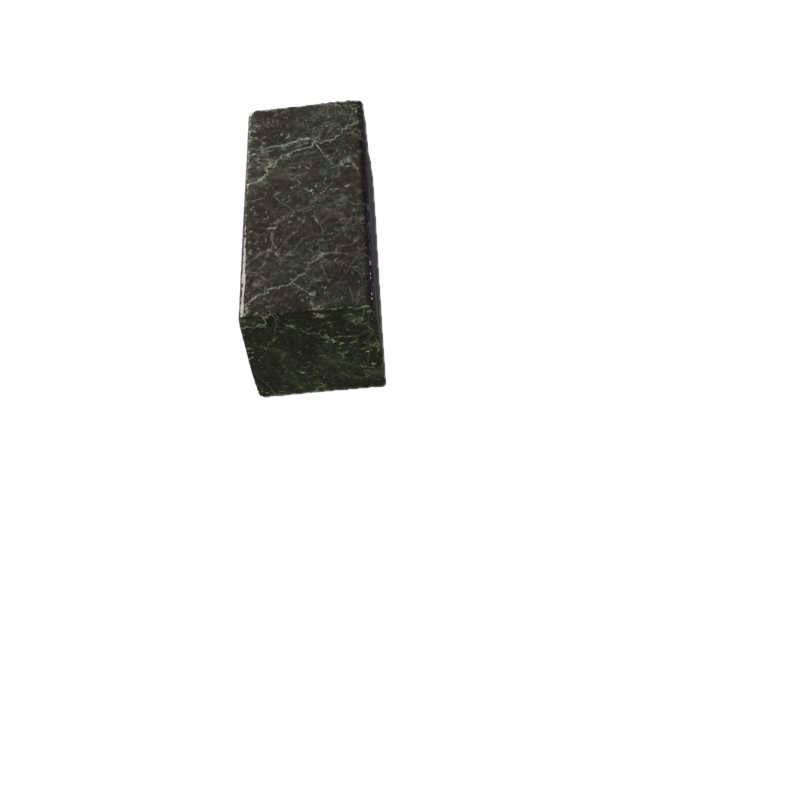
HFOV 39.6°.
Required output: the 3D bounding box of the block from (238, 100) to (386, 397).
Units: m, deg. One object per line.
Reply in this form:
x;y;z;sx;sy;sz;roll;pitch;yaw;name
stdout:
-0.063;-0.115;0.805;0.091;0.221;0.083;-6;-40;3;block
